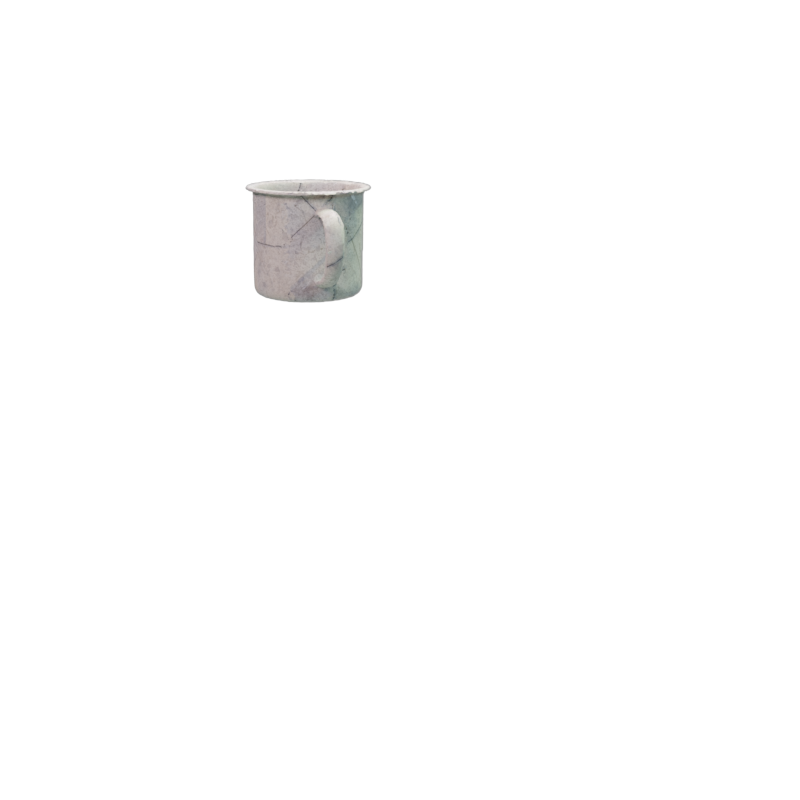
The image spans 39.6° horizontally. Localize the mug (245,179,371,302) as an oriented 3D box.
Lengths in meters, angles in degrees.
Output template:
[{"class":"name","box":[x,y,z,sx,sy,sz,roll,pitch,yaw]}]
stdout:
[{"class":"mug","box":[-0.064,-0.116,0.815,0.091,0.079,0.123,-5,15,-21]}]
